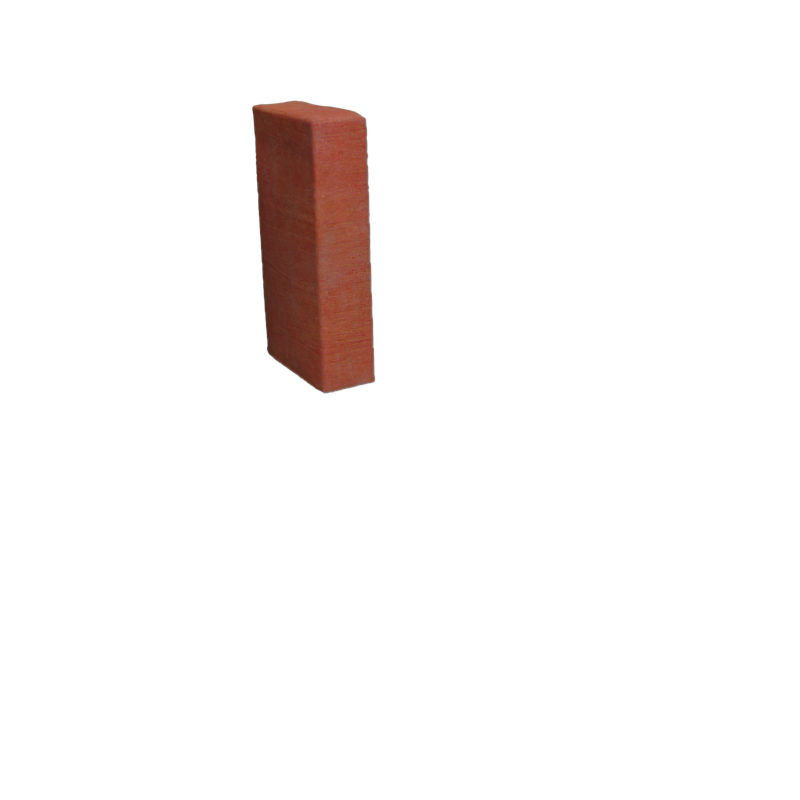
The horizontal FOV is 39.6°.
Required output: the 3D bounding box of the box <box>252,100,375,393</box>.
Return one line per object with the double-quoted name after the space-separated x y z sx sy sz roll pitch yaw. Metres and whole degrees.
-0.057 -0.104 0.727 0.047 0.170 0.099 -7 18 -29 "box"
